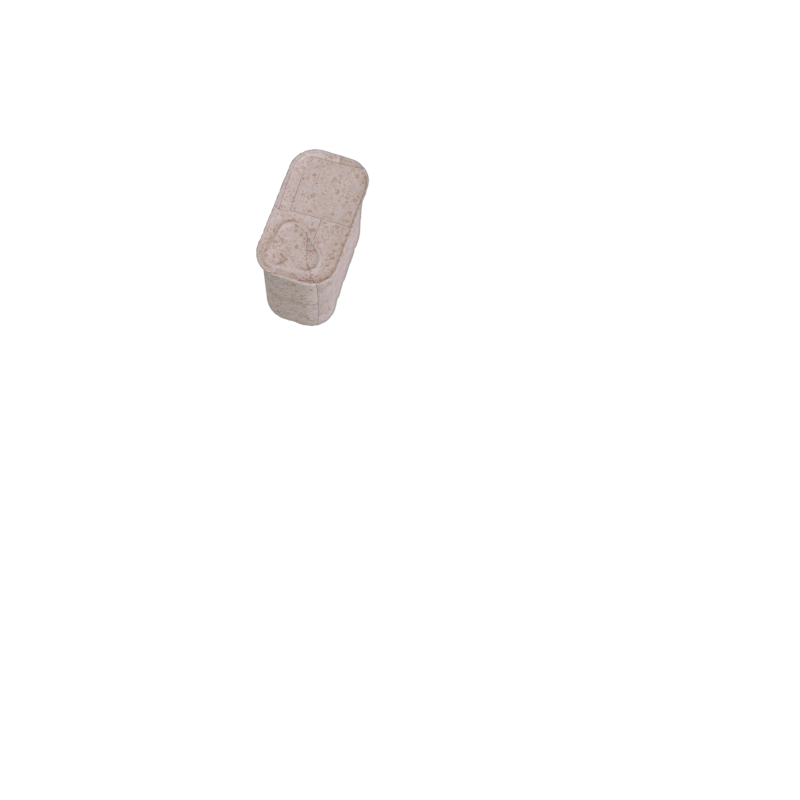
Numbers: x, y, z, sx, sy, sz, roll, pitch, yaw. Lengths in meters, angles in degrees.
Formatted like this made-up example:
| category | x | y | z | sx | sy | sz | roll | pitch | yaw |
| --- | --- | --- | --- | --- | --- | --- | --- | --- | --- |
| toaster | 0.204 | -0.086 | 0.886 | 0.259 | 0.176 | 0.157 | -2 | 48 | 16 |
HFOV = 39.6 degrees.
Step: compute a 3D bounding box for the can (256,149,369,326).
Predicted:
| category | x | y | z | sx | sy | sz | roll | pitch | yaw |
| --- | --- | --- | --- | --- | --- | --- | --- | --- | --- |
| can | -0.062 | -0.113 | 0.791 | 0.058 | 0.106 | 0.080 | 17 | -22 | 4 |
